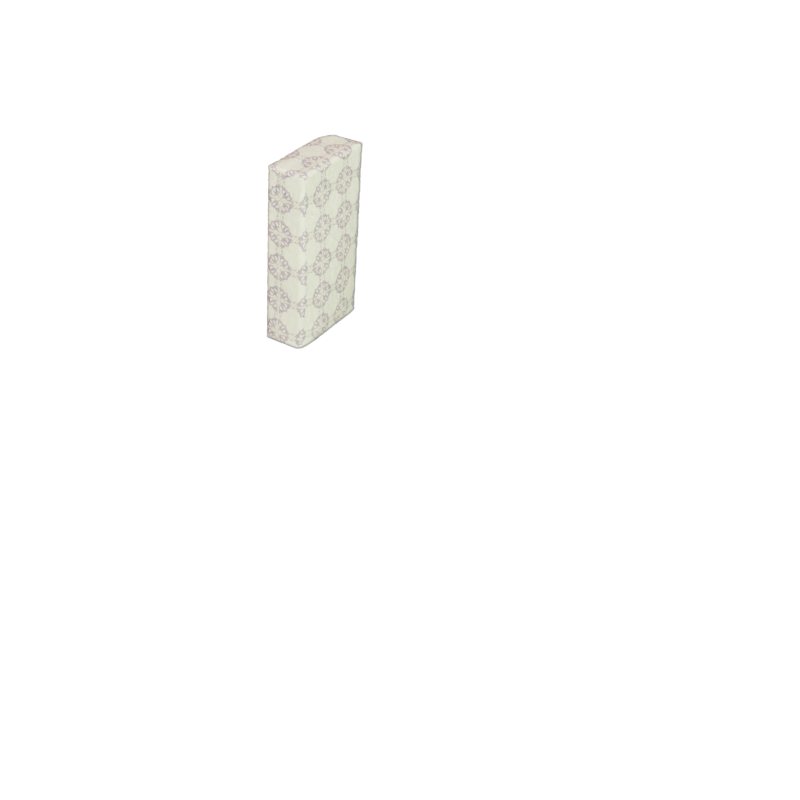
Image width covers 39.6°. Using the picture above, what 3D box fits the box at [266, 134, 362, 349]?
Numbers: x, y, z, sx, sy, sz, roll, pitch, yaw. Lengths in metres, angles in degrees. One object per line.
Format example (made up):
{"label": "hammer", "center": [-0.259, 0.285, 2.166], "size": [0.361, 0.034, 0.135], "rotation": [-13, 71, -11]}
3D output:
{"label": "box", "center": [-0.078, -0.143, 0.997], "size": [0.050, 0.166, 0.094], "rotation": [18, 34, 26]}
